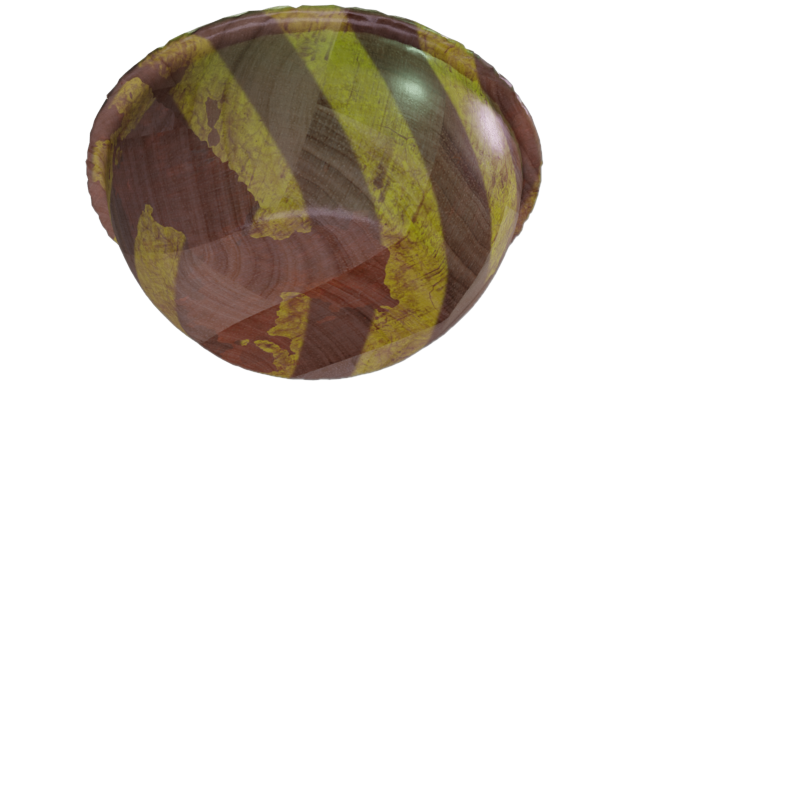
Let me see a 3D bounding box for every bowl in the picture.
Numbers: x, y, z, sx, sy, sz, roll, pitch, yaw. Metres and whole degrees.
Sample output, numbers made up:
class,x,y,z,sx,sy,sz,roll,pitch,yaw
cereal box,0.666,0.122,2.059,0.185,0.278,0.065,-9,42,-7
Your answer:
class,x,y,z,sx,sy,sz,roll,pitch,yaw
bowl,-0.030,-0.054,0.380,0.162,0.059,0.151,1,-36,-2
